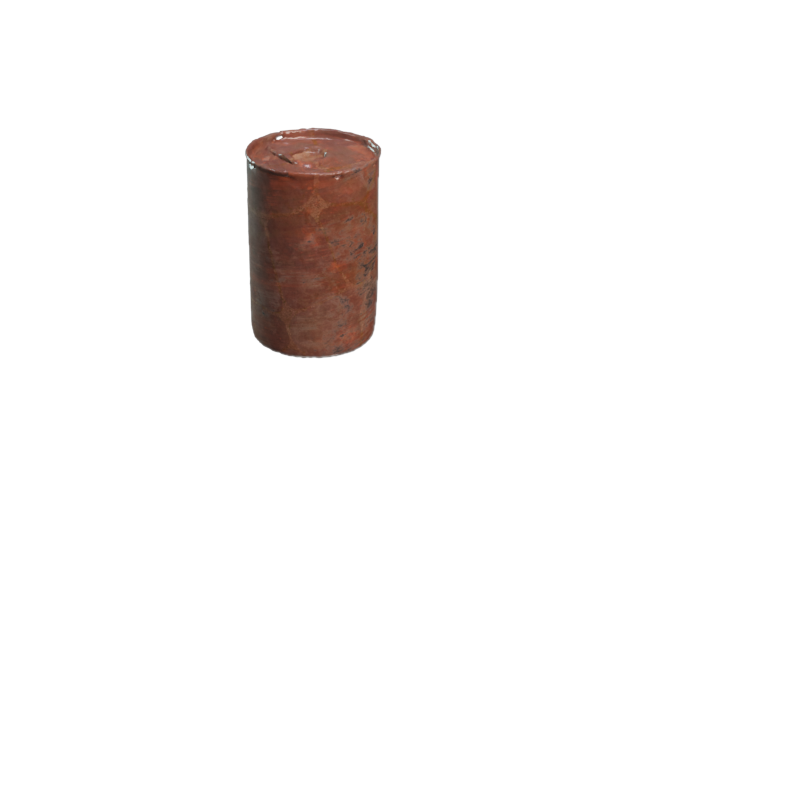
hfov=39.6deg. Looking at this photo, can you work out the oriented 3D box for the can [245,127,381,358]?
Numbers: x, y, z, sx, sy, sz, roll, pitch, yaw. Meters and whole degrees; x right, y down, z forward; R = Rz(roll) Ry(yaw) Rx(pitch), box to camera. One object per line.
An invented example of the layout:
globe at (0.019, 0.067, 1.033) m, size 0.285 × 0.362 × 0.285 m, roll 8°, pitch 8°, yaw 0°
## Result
can at (-0.045, -0.082, 0.573) m, size 0.068 × 0.097 × 0.073 m, roll 0°, pitch 28°, yaw -2°
